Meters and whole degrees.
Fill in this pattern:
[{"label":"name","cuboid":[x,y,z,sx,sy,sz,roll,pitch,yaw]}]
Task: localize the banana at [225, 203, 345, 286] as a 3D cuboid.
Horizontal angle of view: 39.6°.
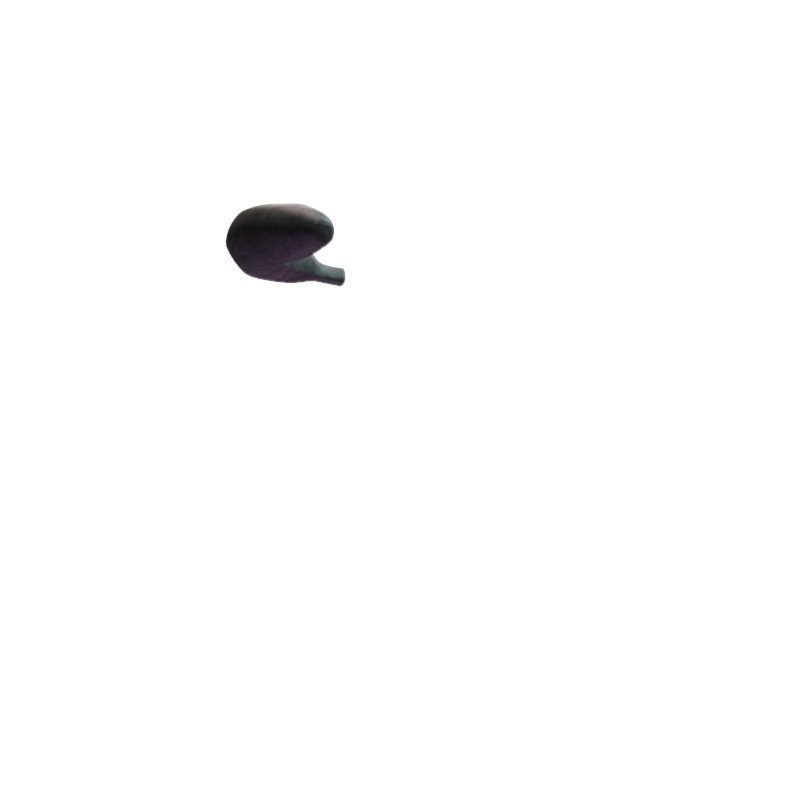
[{"label":"banana","cuboid":[-0.070,-0.093,0.656,0.070,0.037,0.196,0,1,0]}]
